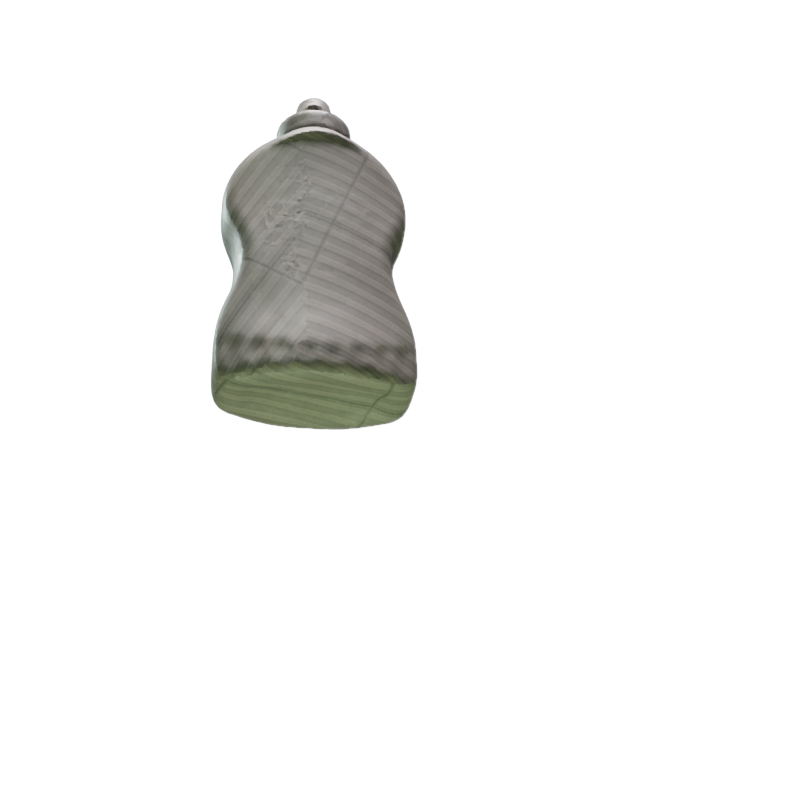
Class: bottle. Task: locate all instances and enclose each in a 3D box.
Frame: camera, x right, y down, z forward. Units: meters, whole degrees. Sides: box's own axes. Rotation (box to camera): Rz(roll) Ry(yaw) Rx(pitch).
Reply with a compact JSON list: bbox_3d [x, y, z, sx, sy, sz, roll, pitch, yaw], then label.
[{"bbox_3d":[-0.045,-0.082,0.571,0.095,0.205,0.055,2,-36,-6],"label":"bottle"}]
